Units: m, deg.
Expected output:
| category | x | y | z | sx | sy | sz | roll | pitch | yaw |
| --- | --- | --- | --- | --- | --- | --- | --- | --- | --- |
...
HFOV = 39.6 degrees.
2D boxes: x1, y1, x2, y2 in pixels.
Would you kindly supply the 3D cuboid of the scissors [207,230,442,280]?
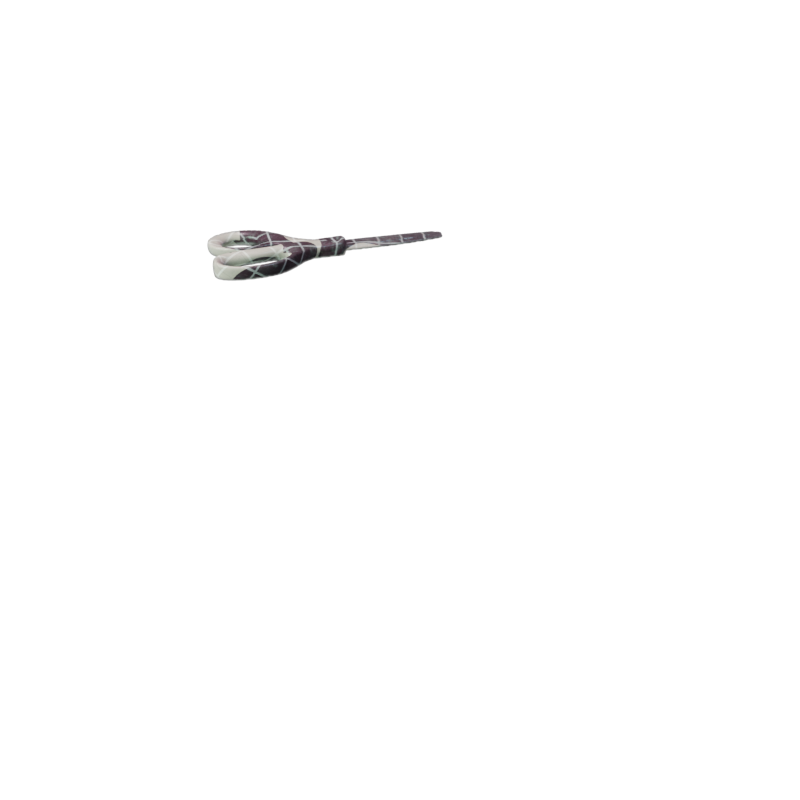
| category | x | y | z | sx | sy | sz | roll | pitch | yaw |
| --- | --- | --- | --- | --- | --- | --- | --- | --- | --- |
| scissors | -0.073 | -0.132 | 0.927 | 0.198 | 0.015 | 0.103 | -18 | 31 | -32 |
